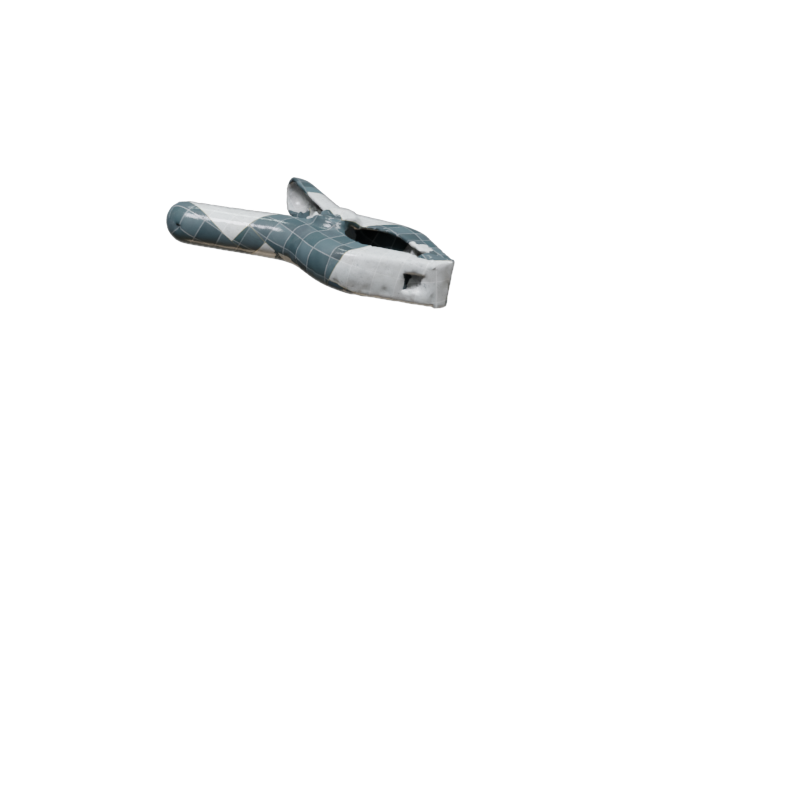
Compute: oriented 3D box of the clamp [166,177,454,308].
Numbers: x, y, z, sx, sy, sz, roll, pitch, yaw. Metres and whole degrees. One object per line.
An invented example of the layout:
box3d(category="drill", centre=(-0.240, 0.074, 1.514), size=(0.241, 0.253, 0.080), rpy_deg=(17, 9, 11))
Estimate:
box3d(category="clamp", centre=(-0.050, -0.092, 0.645), size=(0.119, 0.037, 0.183), rpy_deg=(-22, 35, -37))
